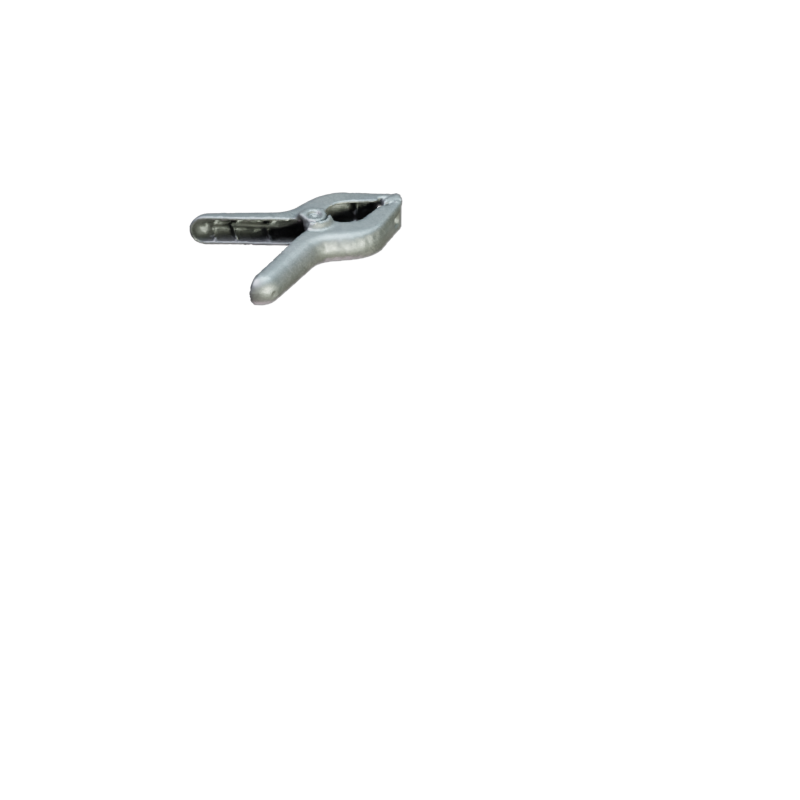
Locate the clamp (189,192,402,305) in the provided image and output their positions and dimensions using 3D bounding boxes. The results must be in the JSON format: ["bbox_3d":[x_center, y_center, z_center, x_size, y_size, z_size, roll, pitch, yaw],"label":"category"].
[{"bbox_3d":[-0.068,-0.123,0.865,0.169,0.037,0.130,-15,45,-17],"label":"clamp"}]
